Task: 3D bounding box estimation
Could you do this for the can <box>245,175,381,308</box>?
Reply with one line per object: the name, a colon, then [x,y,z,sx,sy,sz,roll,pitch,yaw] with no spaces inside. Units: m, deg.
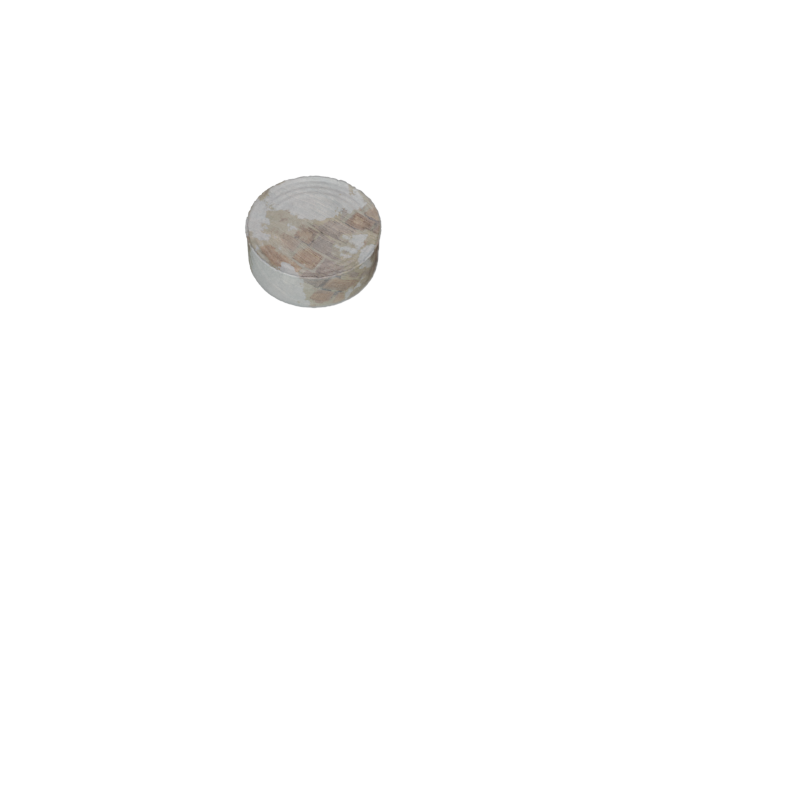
can: [-0.055,-0.101,0.708,0.086,0.092,0.031,-1,-37,-1]
